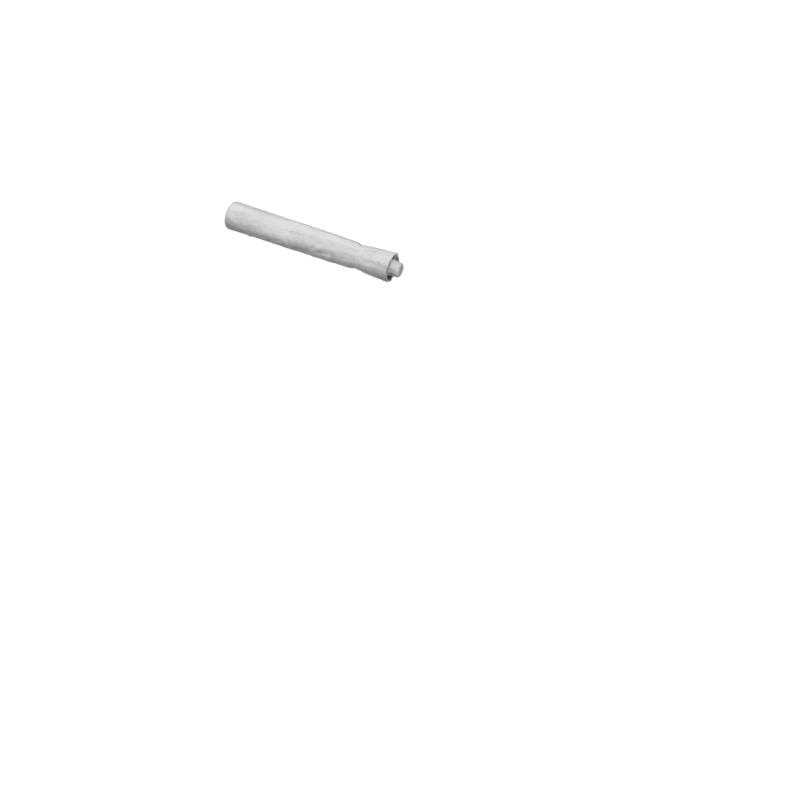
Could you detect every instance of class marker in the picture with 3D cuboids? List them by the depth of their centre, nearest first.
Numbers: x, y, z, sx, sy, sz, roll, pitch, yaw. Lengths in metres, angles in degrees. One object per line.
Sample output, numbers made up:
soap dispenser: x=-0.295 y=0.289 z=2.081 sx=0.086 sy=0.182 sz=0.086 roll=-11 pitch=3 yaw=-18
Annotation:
marker: x=-0.054 y=-0.099 z=0.693 sx=0.126 sy=0.019 sz=0.019 roll=21 pitch=11 yaw=22
